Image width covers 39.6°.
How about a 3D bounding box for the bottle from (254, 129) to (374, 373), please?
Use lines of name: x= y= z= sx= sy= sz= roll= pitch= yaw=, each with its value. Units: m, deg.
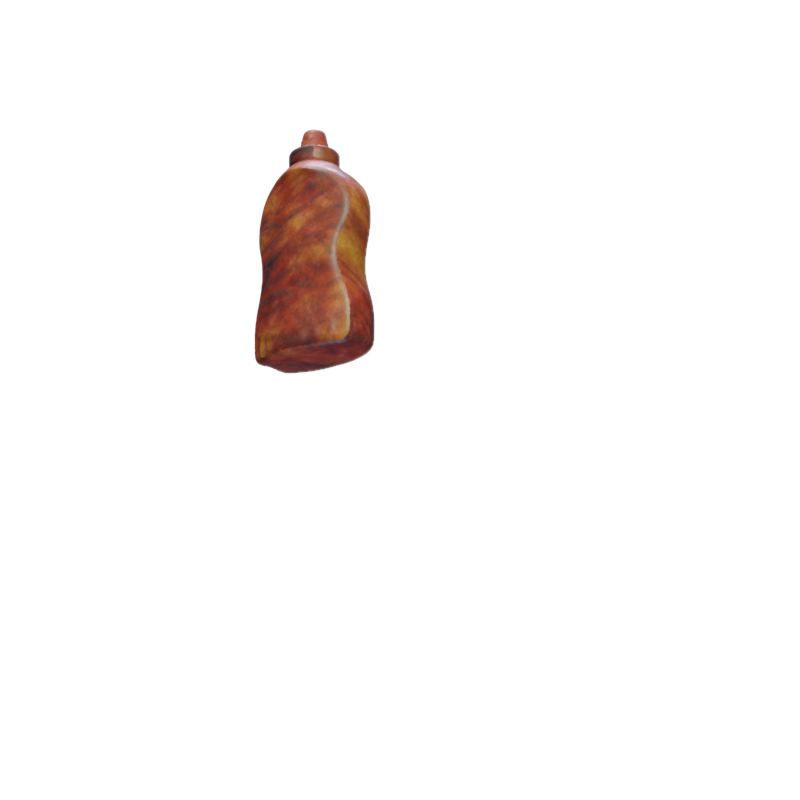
bottle: x=-0.067 y=-0.122 z=0.858 sx=0.097 sy=0.202 sz=0.055 roll=-18 pitch=-28 yaw=36
